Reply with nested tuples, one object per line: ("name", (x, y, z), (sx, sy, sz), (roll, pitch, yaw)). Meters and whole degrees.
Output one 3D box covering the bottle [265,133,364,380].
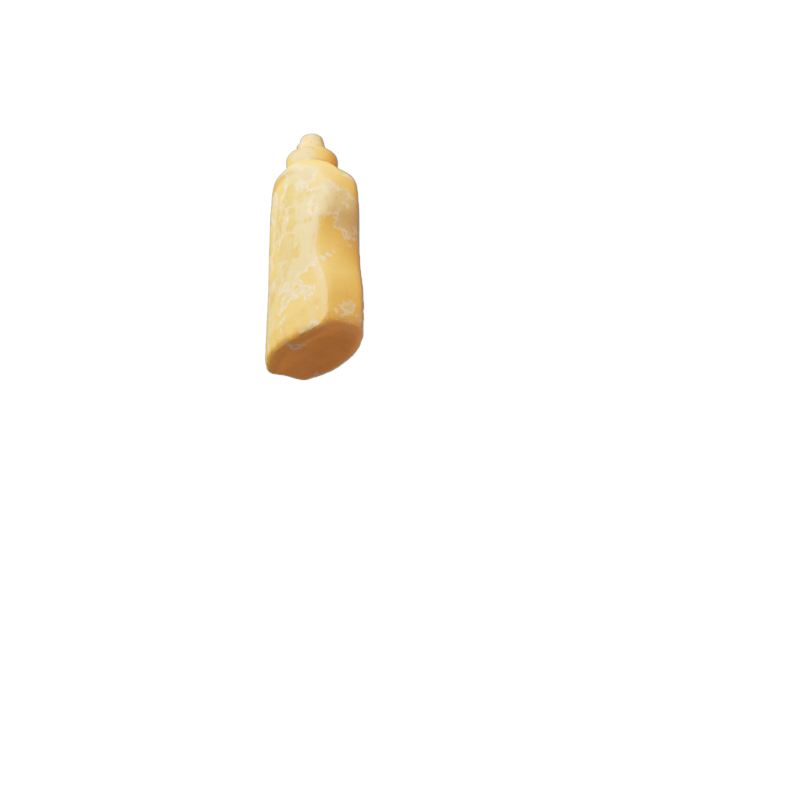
("bottle", (-0.066, -0.119, 0.835), (0.056, 0.204, 0.094), (13, -33, -26))
